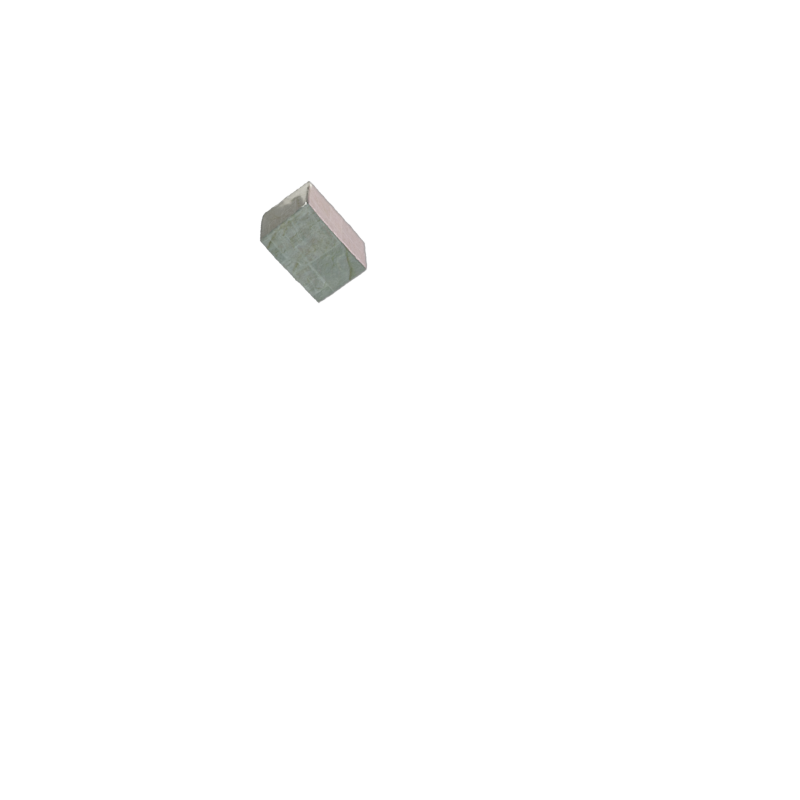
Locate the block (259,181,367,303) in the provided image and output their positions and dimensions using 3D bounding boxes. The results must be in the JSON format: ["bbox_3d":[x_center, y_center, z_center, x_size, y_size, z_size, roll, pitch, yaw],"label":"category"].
[{"bbox_3d":[-0.071,-0.130,0.911,0.052,0.074,0.054,-35,25,17],"label":"block"}]
